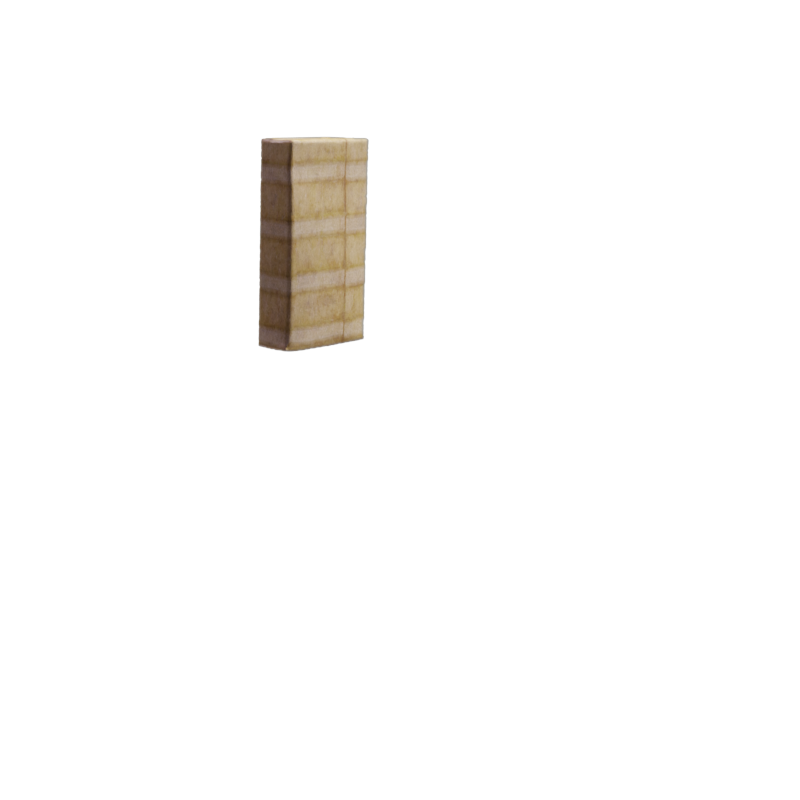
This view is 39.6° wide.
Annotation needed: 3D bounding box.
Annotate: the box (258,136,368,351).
[{"bbox_3d":[-0.074,-0.134,0.938,0.050,0.174,0.090,6,10,43],"label":"box"}]
